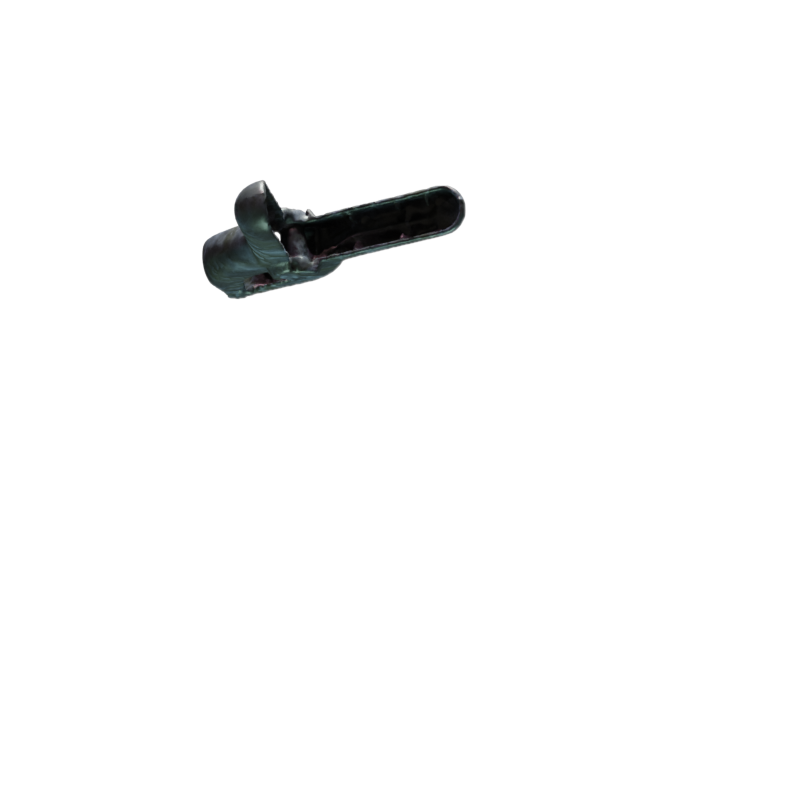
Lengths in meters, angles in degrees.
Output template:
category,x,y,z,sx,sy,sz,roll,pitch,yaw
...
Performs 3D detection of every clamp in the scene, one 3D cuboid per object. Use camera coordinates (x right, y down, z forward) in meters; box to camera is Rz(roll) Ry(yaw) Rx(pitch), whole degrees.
category,x,y,z,sx,sy,sz,roll,pitch,yaw
clamp,-0.046,-0.084,0.589,0.117,0.040,0.173,2,-5,-21
